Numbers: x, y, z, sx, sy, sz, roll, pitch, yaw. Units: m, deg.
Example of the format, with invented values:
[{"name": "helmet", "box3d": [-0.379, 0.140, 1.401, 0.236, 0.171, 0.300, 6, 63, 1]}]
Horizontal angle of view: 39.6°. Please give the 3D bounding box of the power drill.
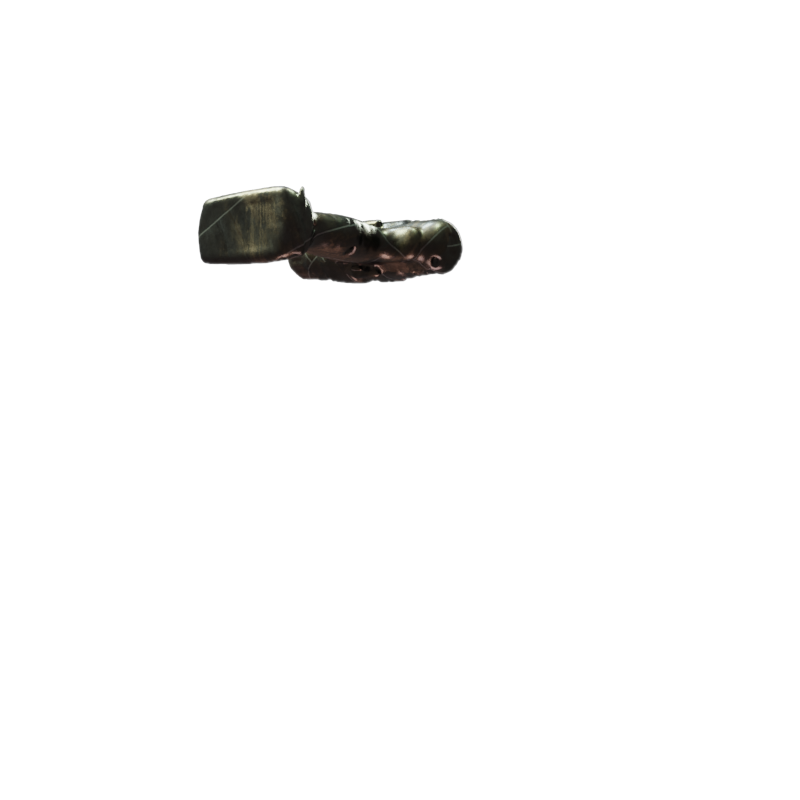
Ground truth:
[{"name": "power drill", "box3d": [-0.071, -0.130, 0.909, 0.191, 0.058, 0.179, -1, -1, 43]}]
